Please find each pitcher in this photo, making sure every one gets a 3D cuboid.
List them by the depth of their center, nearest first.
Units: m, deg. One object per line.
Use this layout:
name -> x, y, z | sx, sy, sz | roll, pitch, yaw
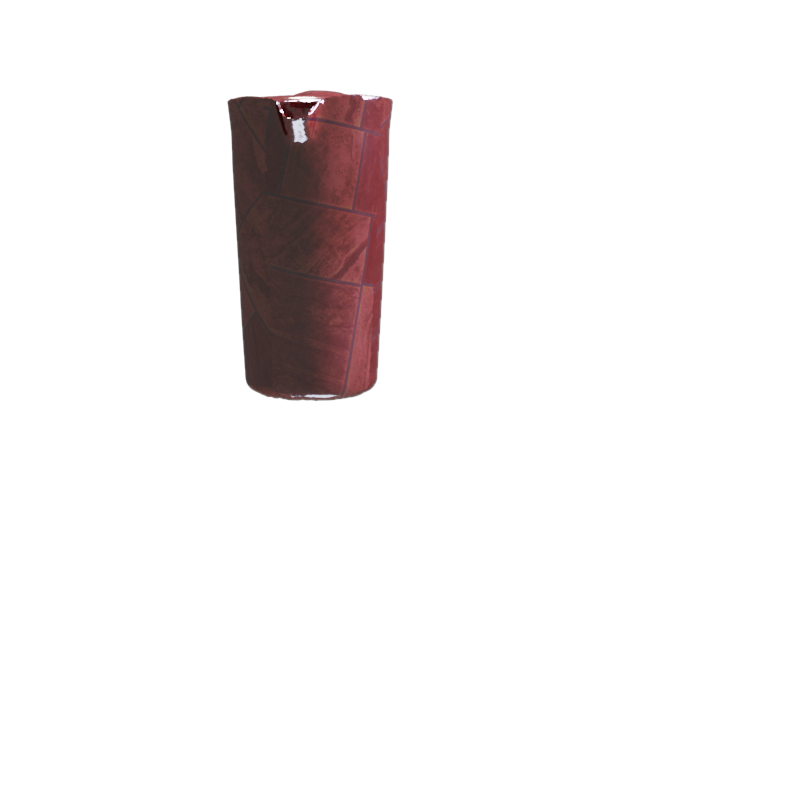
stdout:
pitcher -> -0.071, -0.130, 0.911 | 0.144, 0.241, 0.151 | -4, 7, -41
